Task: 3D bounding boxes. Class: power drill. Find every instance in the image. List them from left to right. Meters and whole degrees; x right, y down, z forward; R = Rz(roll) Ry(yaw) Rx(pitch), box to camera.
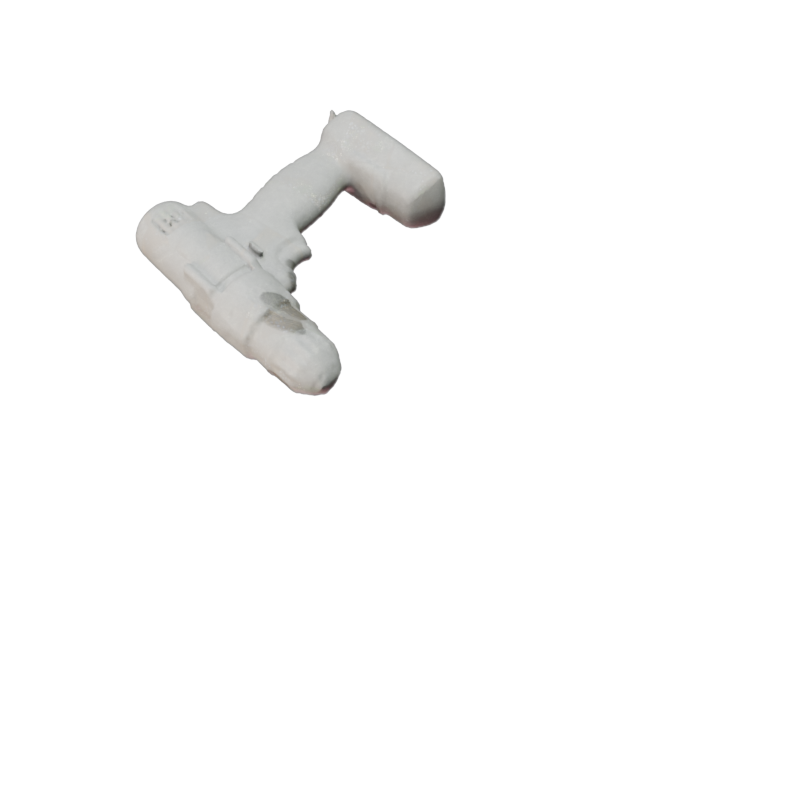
[{"bbox_3d":[-0.059,-0.107,0.753,0.189,0.054,0.196,-37,62,-24],"label":"power drill"}]
